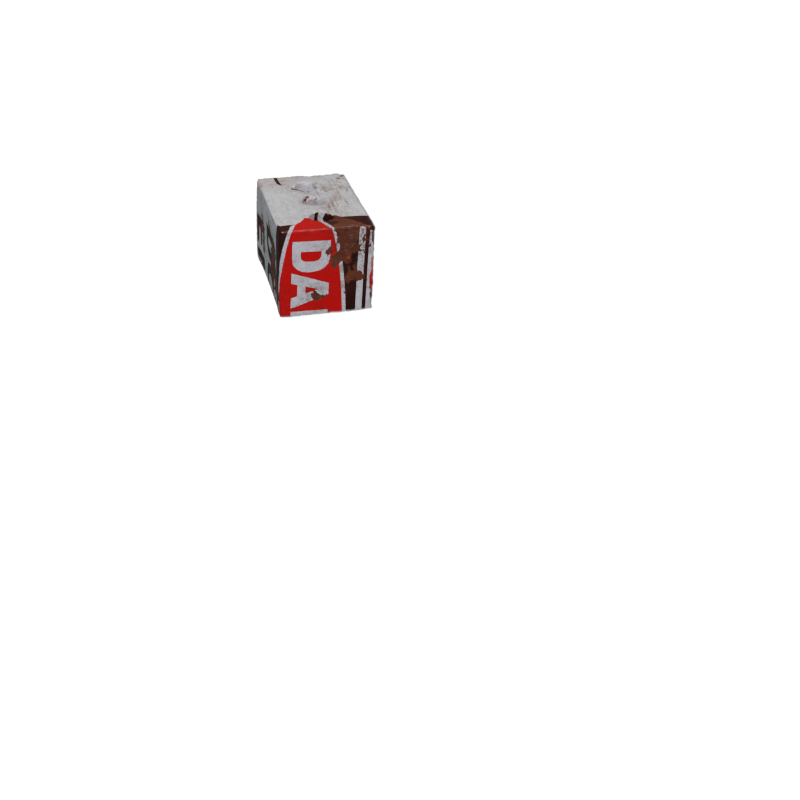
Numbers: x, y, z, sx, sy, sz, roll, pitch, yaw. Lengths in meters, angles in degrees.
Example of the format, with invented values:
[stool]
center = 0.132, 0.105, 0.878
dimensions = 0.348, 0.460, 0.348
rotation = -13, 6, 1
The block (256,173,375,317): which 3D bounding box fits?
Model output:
[block]
center = -0.048, -0.088, 0.614
dimensions = 0.052, 0.048, 0.084
rotation = -6, 31, -13
